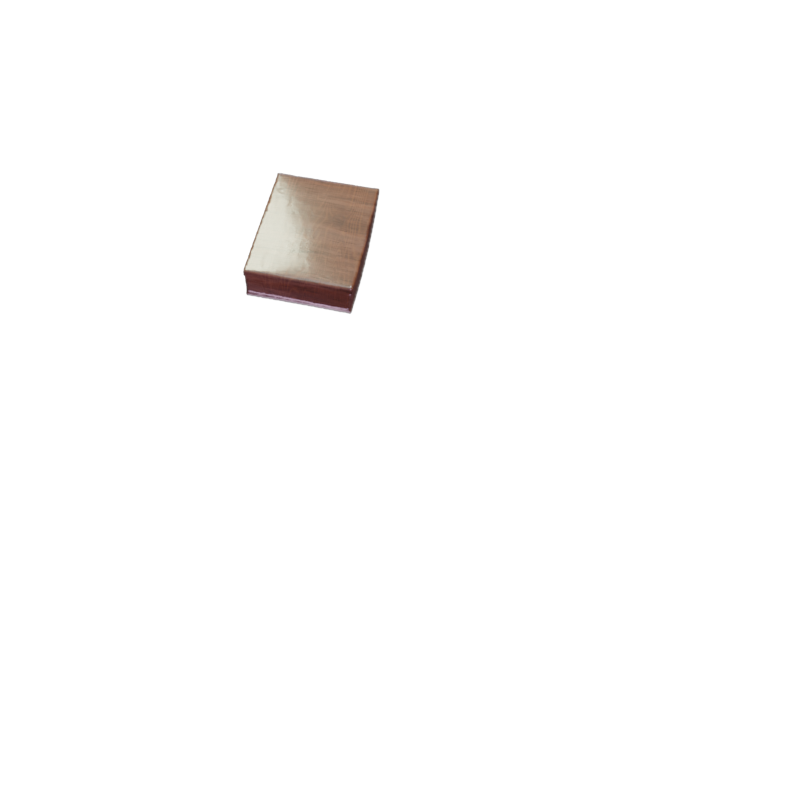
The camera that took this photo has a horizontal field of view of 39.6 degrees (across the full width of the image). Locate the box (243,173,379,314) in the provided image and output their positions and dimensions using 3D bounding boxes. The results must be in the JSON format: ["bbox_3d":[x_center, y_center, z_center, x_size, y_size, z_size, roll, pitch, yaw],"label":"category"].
[{"bbox_3d":[-0.072,-0.131,0.916,0.091,0.120,0.036,9,-37,7],"label":"box"}]
